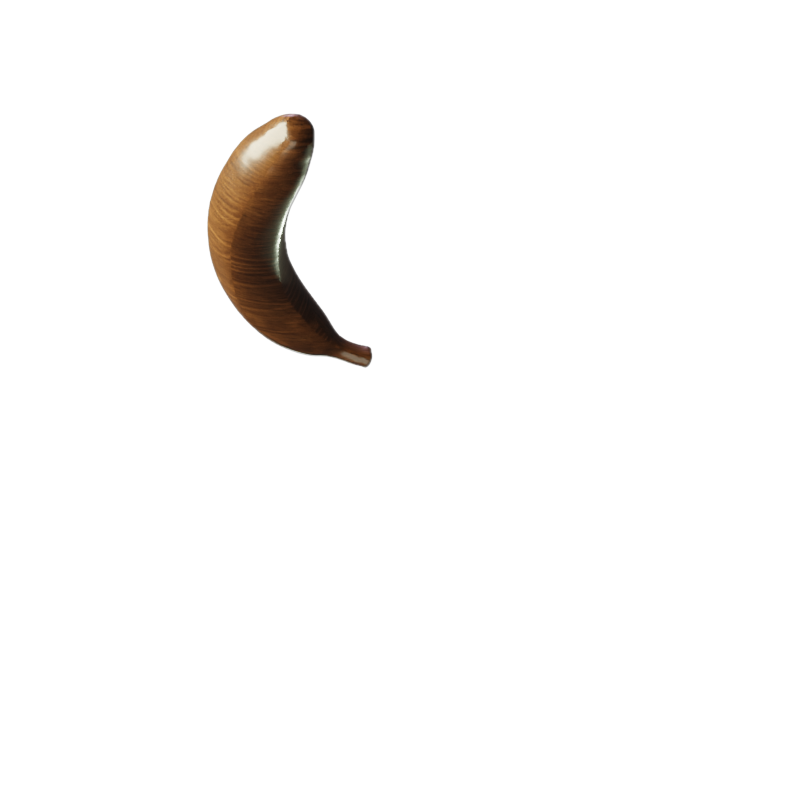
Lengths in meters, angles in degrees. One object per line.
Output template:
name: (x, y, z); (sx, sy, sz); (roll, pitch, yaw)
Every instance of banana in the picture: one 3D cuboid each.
banana: (-0.060, -0.074, 0.545); (0.070, 0.039, 0.184); (-4, -29, 6)
